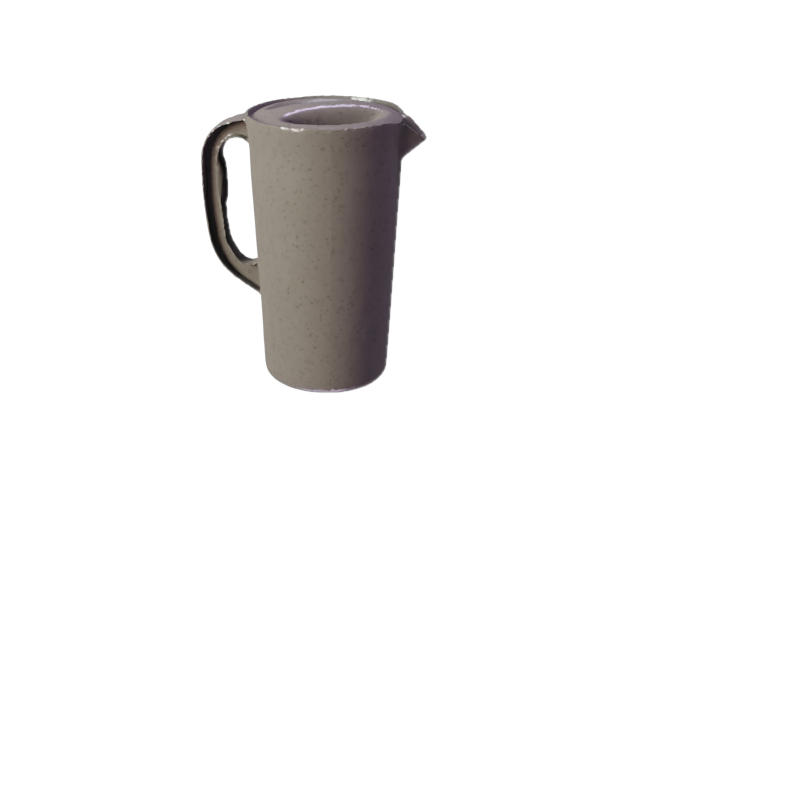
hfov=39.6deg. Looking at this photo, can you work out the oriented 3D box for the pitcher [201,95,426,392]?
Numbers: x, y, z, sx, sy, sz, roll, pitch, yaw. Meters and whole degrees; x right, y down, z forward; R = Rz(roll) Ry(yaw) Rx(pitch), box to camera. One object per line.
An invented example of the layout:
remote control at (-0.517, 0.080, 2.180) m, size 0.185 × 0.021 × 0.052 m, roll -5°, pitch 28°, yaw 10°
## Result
pitcher at (-0.074, -0.136, 0.952) m, size 0.142 × 0.232 × 0.159 m, roll -15°, pitch 27°, yaw -36°
